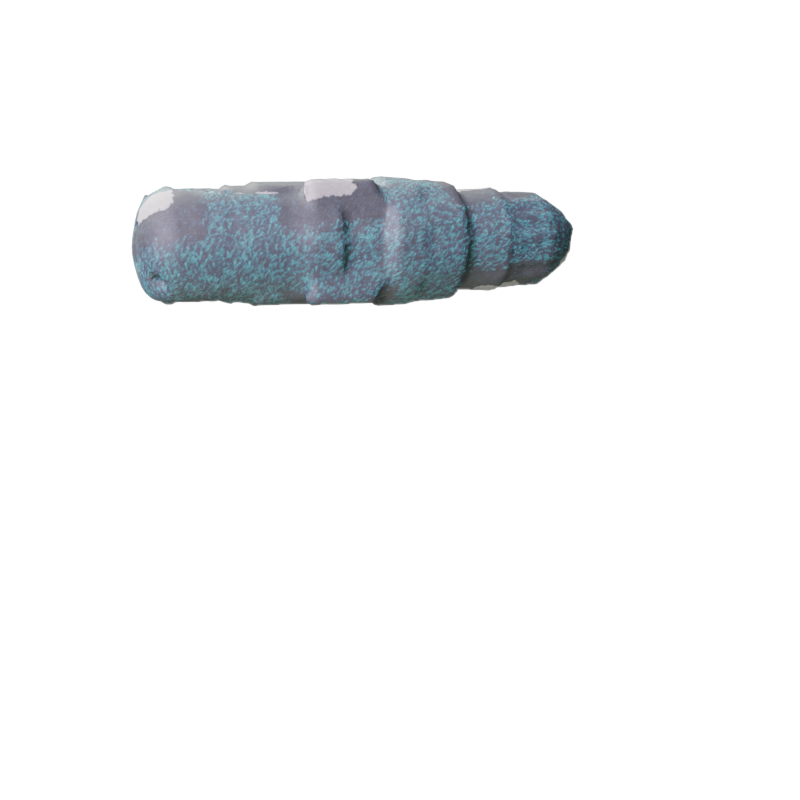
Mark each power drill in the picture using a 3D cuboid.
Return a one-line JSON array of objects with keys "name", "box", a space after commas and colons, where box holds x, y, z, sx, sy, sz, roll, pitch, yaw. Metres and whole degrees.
[{"name": "power drill", "box": [-0.040, -0.073, 0.514, 0.180, 0.057, 0.193, -2, 5, -19]}]
